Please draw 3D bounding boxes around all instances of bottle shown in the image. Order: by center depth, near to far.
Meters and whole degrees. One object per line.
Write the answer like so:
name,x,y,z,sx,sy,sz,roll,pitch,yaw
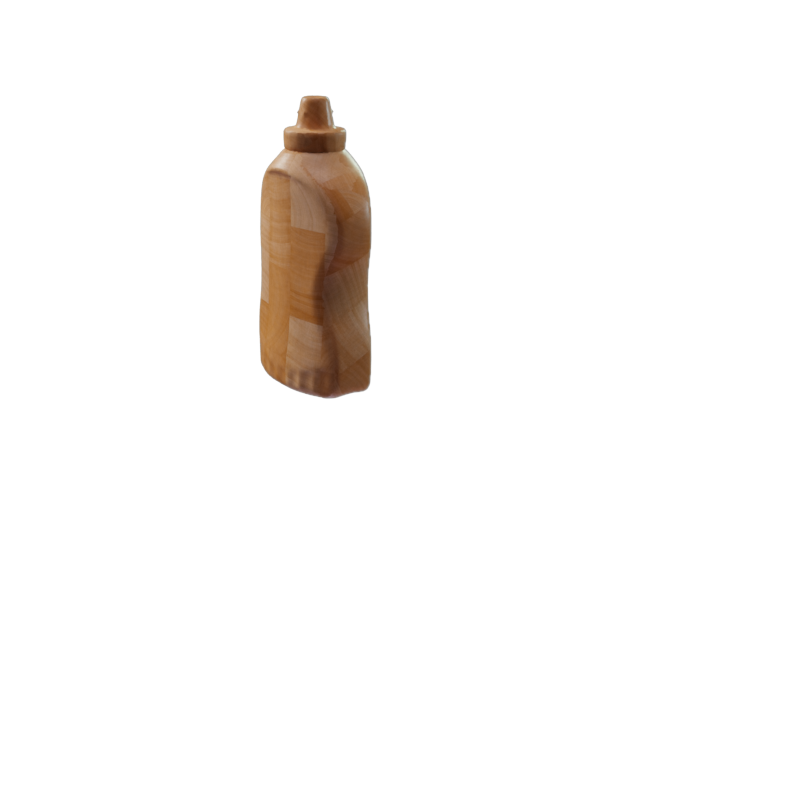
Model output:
bottle,-0.057,-0.105,0.735,0.057,0.185,0.102,-8,18,-32
